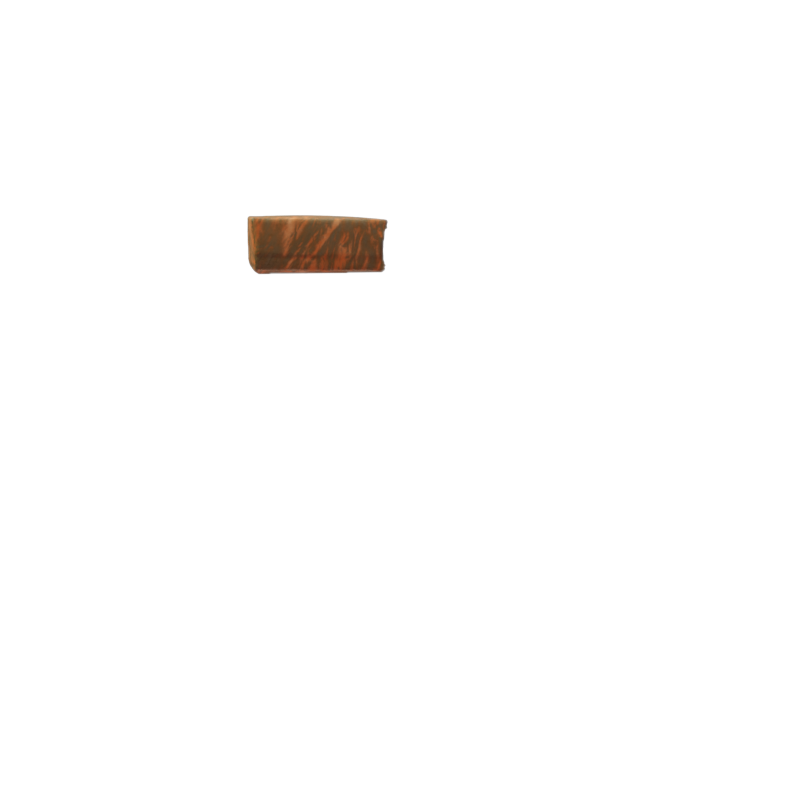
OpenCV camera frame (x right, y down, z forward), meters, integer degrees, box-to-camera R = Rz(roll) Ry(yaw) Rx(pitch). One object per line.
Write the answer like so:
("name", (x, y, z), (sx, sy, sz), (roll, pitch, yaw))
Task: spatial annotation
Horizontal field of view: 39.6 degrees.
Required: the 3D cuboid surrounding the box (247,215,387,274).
("box", (-0.061, -0.110, 0.771), (0.089, 0.038, 0.117), (-1, 11, -7))
